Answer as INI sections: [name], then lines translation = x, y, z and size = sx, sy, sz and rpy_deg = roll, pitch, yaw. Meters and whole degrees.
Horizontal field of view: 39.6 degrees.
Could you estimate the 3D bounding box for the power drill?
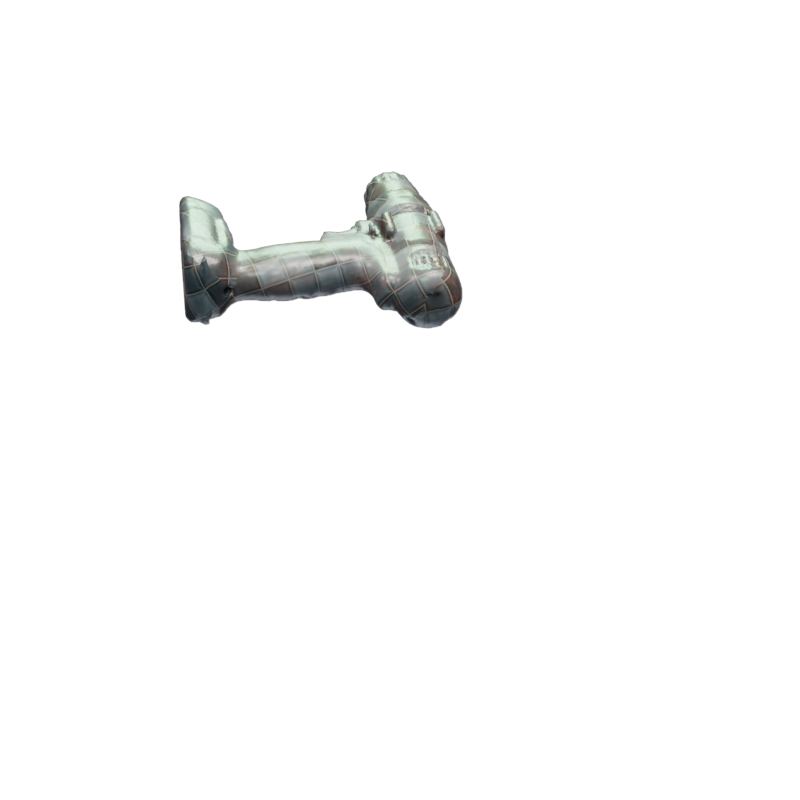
[power drill]
translation = -0.061, -0.112, 0.784
size = 0.186, 0.054, 0.197
rpy_deg = -4, 32, -7
